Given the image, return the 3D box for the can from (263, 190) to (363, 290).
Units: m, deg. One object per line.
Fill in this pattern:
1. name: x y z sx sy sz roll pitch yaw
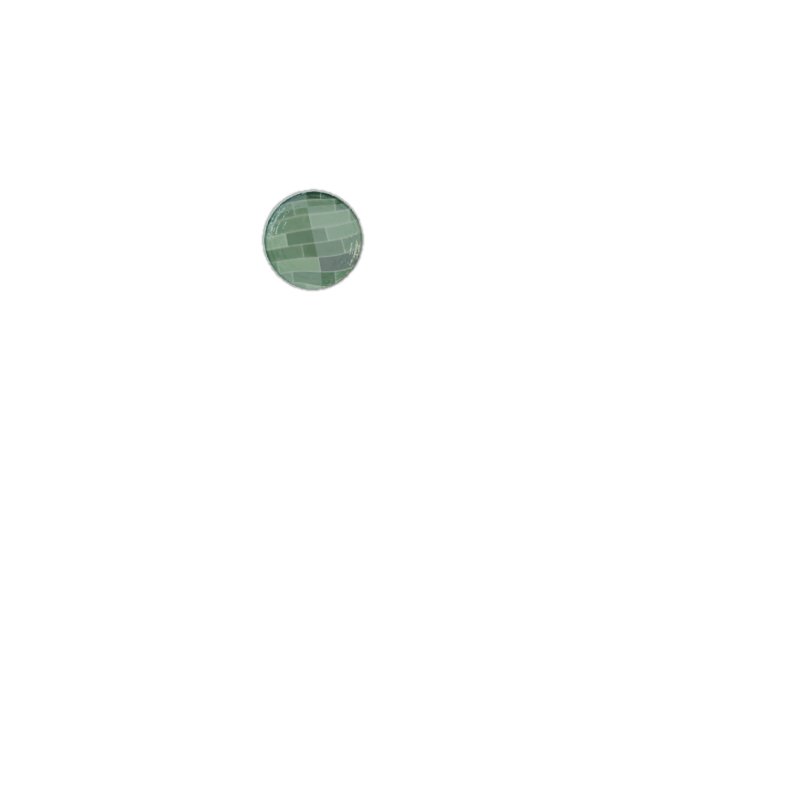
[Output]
1. can: -0.076 -0.138 0.969 0.086 0.087 0.033 0 -4 -1
